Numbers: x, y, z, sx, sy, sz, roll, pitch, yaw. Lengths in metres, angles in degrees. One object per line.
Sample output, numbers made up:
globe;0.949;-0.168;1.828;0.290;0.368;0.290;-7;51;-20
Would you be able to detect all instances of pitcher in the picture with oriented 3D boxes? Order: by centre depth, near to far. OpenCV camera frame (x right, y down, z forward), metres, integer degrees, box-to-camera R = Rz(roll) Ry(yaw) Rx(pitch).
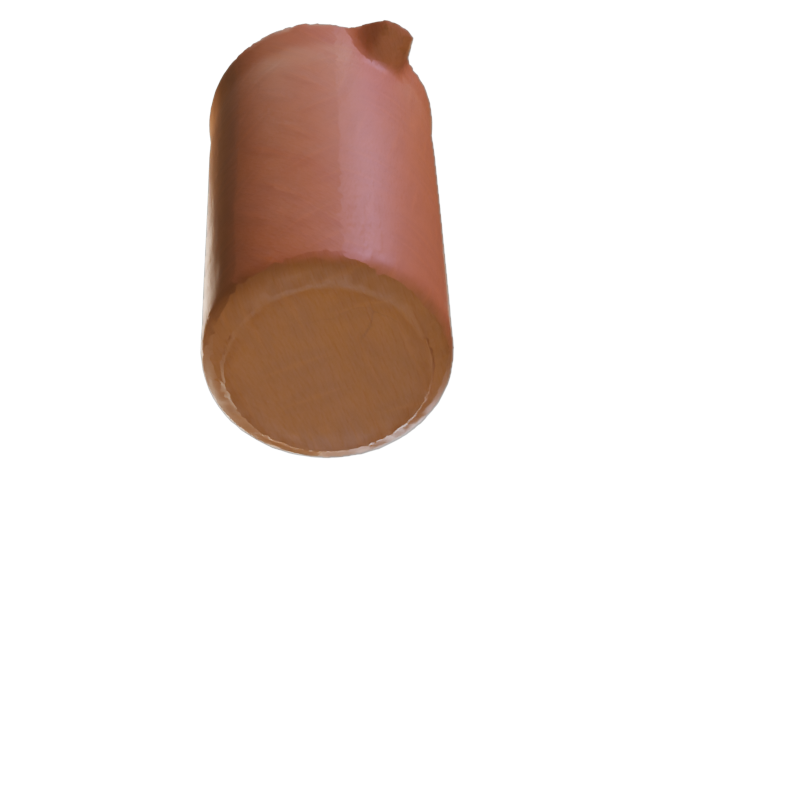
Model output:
pitcher;-0.045;-0.081;0.569;0.145;0.139;0.260;-10;36;4
